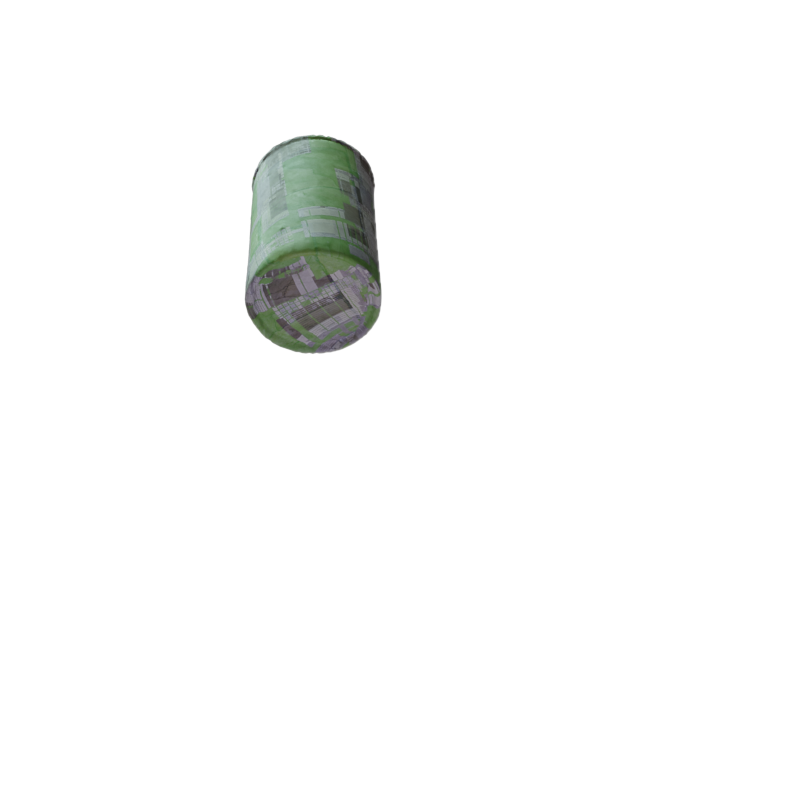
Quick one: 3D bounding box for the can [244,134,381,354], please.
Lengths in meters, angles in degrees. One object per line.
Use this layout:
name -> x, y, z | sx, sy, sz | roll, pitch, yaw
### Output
can -> -0.045, -0.082, 0.574 | 0.068, 0.064, 0.110 | -1, 41, -3
